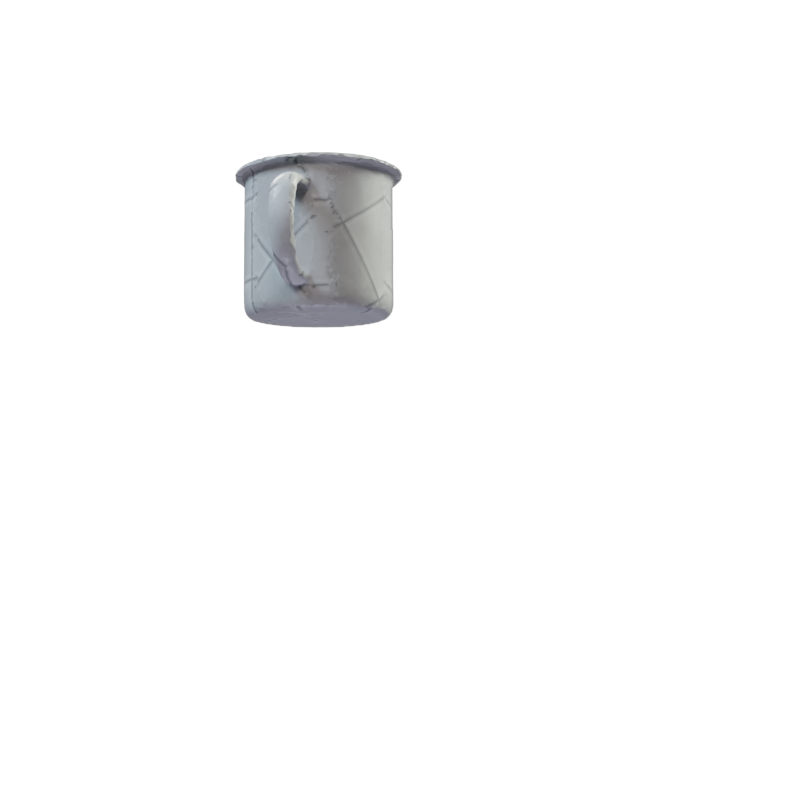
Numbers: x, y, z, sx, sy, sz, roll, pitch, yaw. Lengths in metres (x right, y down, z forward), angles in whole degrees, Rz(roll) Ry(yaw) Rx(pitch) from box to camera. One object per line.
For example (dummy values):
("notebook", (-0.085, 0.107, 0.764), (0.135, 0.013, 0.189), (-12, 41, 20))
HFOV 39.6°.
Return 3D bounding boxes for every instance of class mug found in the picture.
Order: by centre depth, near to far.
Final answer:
("mug", (-0.047, -0.086, 0.600), (0.094, 0.084, 0.113), (-2, -7, 11))
